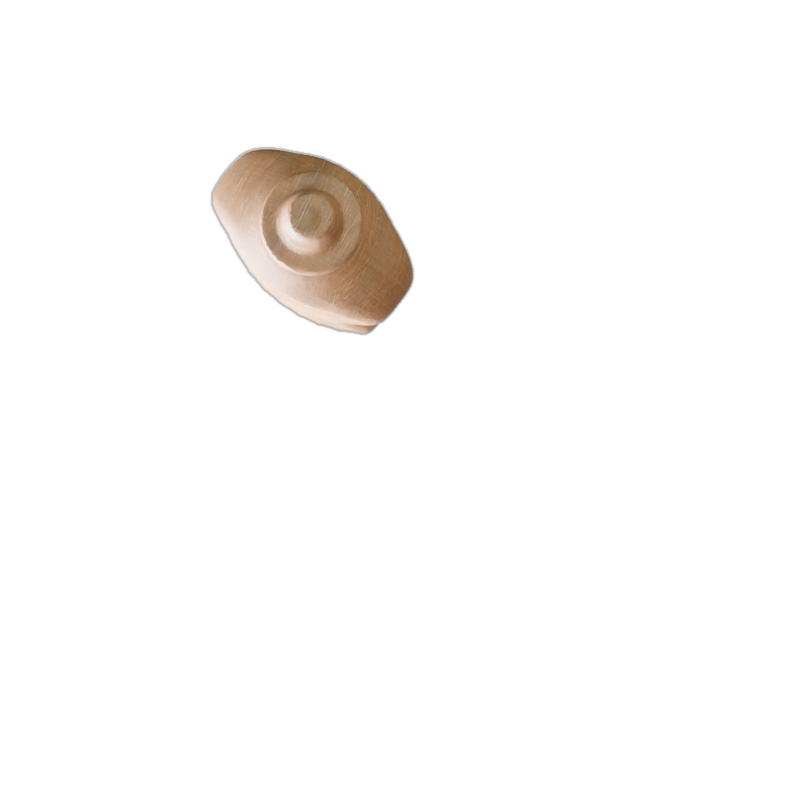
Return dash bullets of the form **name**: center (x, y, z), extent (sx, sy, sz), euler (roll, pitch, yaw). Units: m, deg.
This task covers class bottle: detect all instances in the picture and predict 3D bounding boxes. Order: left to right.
- **bottle**: center (-0.040, -0.072, 0.505), extent (0.096, 0.059, 0.191), euler (39, -2, -3)
